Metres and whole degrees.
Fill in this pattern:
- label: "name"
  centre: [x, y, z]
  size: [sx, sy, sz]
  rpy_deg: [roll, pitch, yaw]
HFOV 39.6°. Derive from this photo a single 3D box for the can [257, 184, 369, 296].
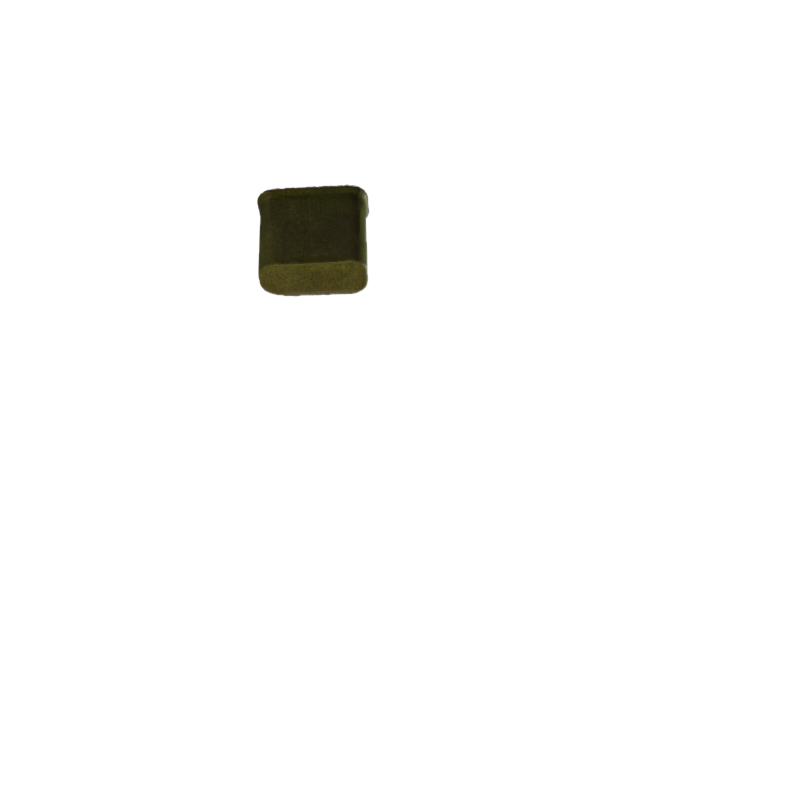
- label: "can"
  centre: [-0.078, -0.142, 0.997]
  size: [0.102, 0.090, 0.053]
  rpy_deg: [-3, -33, 2]
